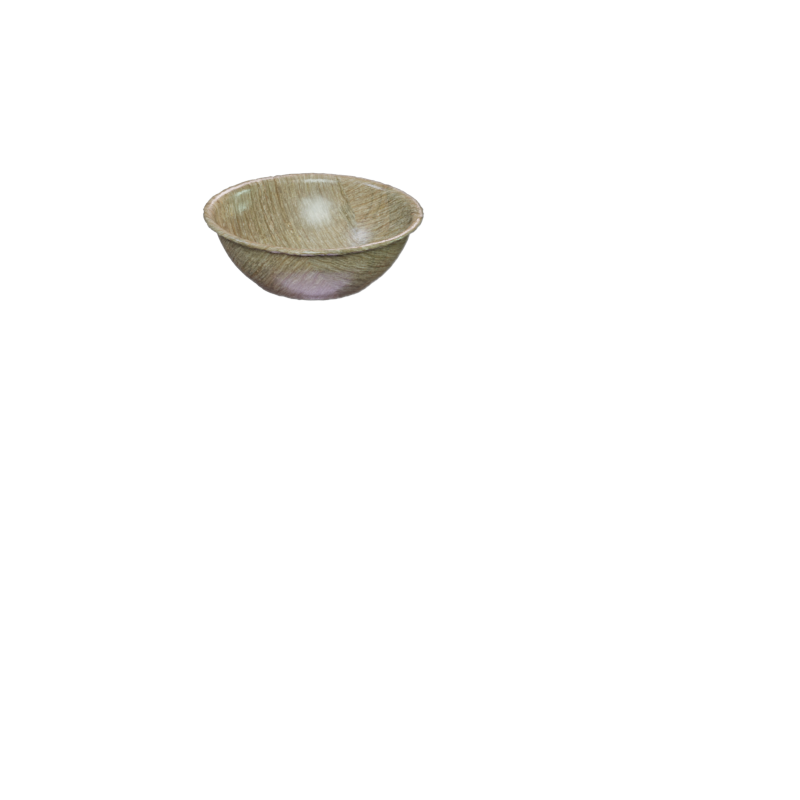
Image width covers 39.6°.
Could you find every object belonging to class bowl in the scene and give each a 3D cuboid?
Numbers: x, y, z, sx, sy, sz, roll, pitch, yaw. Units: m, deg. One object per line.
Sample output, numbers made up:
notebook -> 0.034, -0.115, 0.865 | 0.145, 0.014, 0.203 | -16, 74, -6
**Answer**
bowl -> -0.064, -0.117, 0.823 | 0.162, 0.052, 0.172 | -1, 29, -2
